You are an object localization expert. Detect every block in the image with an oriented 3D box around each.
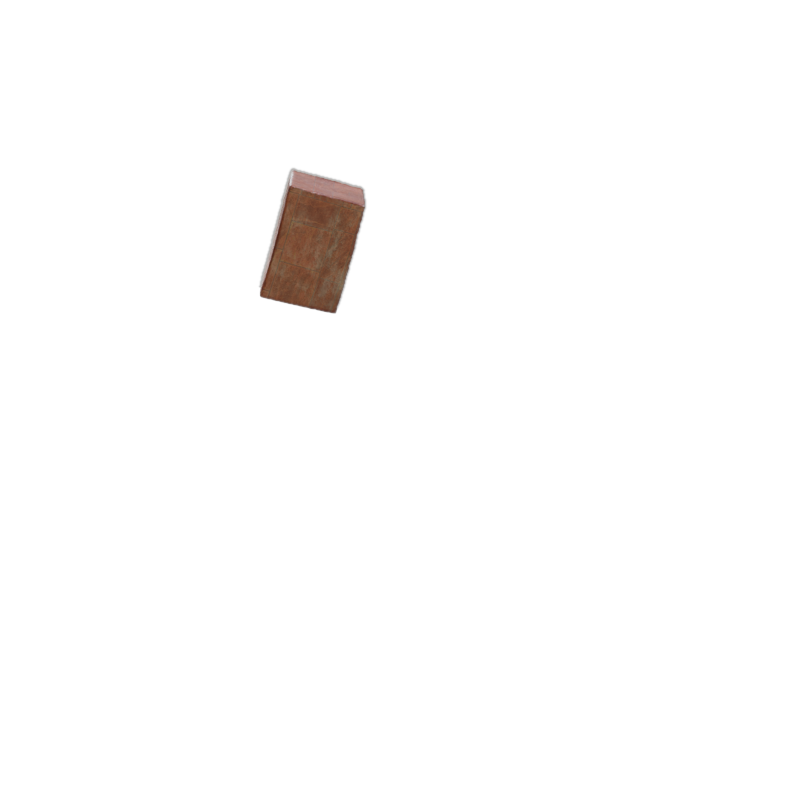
[{"bbox_3d":[-0.057,-0.105,0.733,0.052,0.076,0.053,15,16,-7],"label":"block"}]
